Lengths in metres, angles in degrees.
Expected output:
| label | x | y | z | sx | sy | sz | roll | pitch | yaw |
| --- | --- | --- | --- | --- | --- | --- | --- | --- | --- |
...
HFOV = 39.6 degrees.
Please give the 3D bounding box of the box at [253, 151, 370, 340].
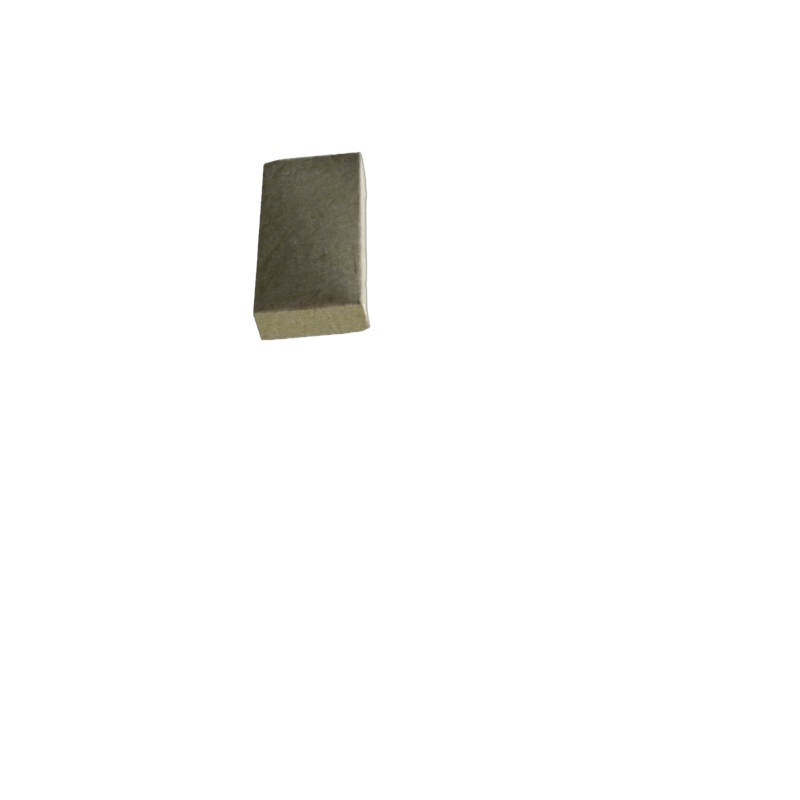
| label | x | y | z | sx | sy | sz | roll | pitch | yaw |
| --- | --- | --- | --- | --- | --- | --- | --- | --- | --- |
| box | -0.075 | -0.137 | 0.958 | 0.094 | 0.189 | 0.044 | -6 | -36 | 5 |
